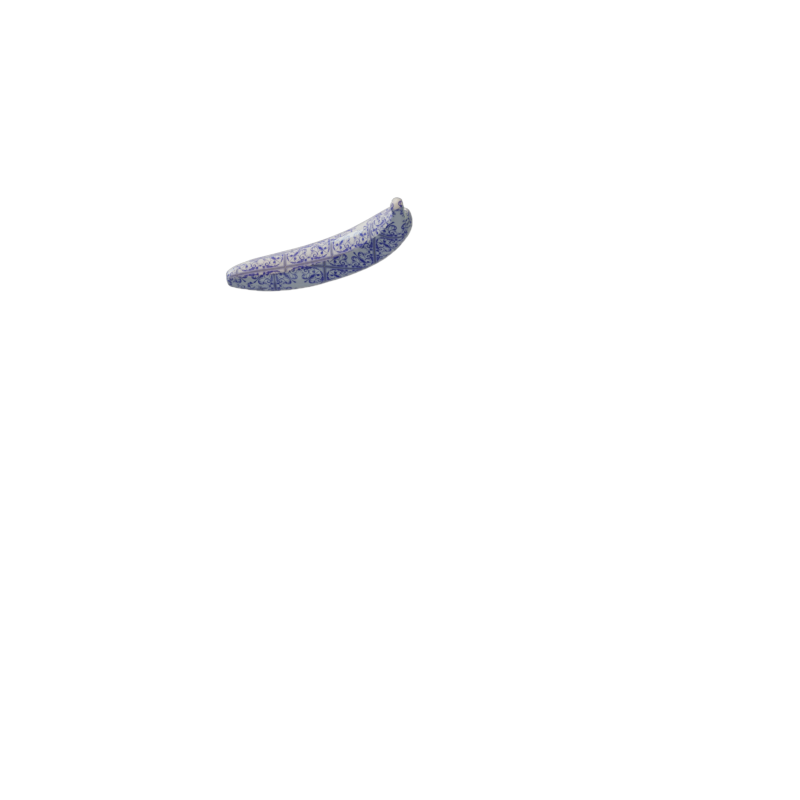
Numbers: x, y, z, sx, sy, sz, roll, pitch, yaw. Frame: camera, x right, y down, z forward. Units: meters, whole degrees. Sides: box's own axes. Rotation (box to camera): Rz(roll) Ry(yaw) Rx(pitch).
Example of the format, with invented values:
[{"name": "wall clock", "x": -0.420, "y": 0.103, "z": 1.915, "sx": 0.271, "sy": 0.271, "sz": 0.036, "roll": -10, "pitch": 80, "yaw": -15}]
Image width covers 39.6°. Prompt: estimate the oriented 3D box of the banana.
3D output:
[{"name": "banana", "x": -0.060, "y": -0.131, "z": 0.963, "sx": 0.199, "sy": 0.039, "sz": 0.065, "roll": -20, "pitch": -34, "yaw": 33}]
